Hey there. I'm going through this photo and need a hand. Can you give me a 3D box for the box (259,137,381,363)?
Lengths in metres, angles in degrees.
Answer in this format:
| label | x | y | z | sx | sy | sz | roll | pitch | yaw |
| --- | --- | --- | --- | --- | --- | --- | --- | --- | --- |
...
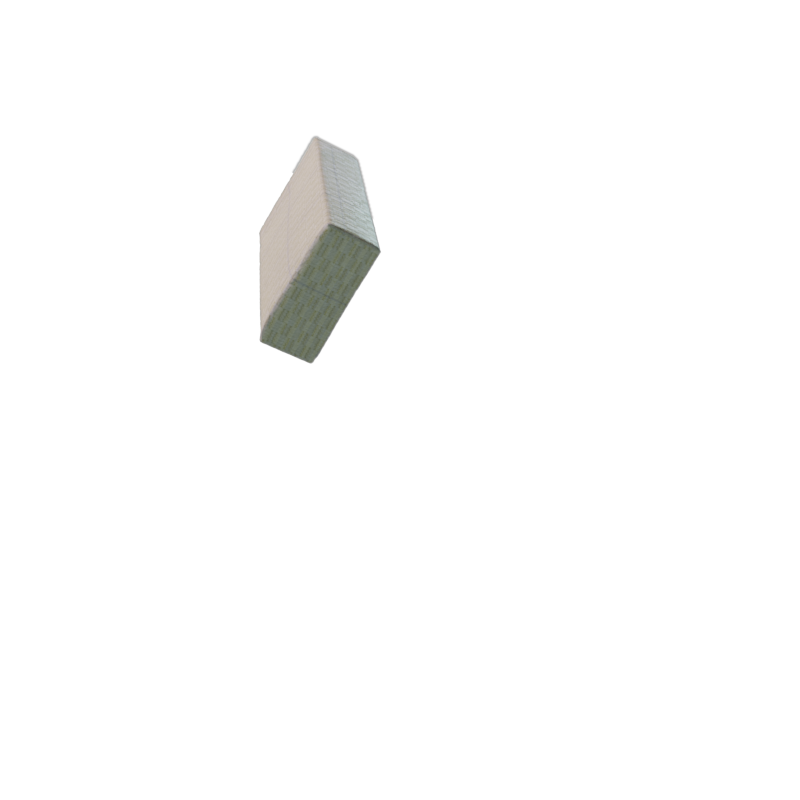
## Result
| label | x | y | z | sx | sy | sz | roll | pitch | yaw |
| --- | --- | --- | --- | --- | --- | --- | --- | --- | --- |
| box | -0.060 | -0.109 | 0.766 | 0.046 | 0.091 | 0.187 | 27 | 23 | -17 |
